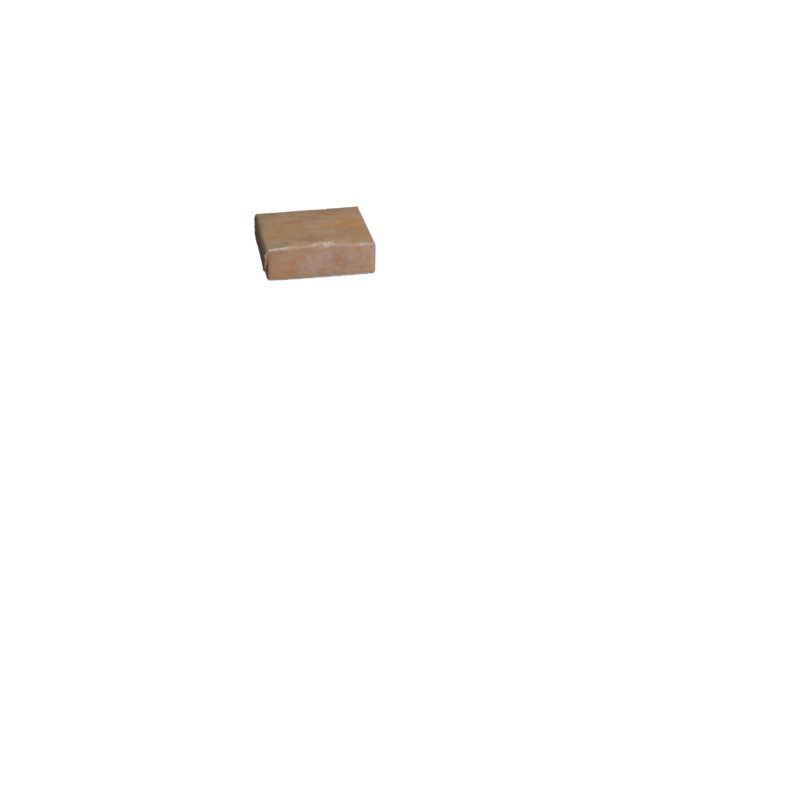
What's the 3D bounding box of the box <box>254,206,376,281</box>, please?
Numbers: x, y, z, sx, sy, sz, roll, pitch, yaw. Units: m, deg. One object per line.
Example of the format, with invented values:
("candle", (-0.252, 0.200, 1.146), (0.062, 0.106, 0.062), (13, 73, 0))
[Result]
("box", (-0.070, -0.127, 0.892), (0.088, 0.028, 0.078), (-5, 32, -9))
